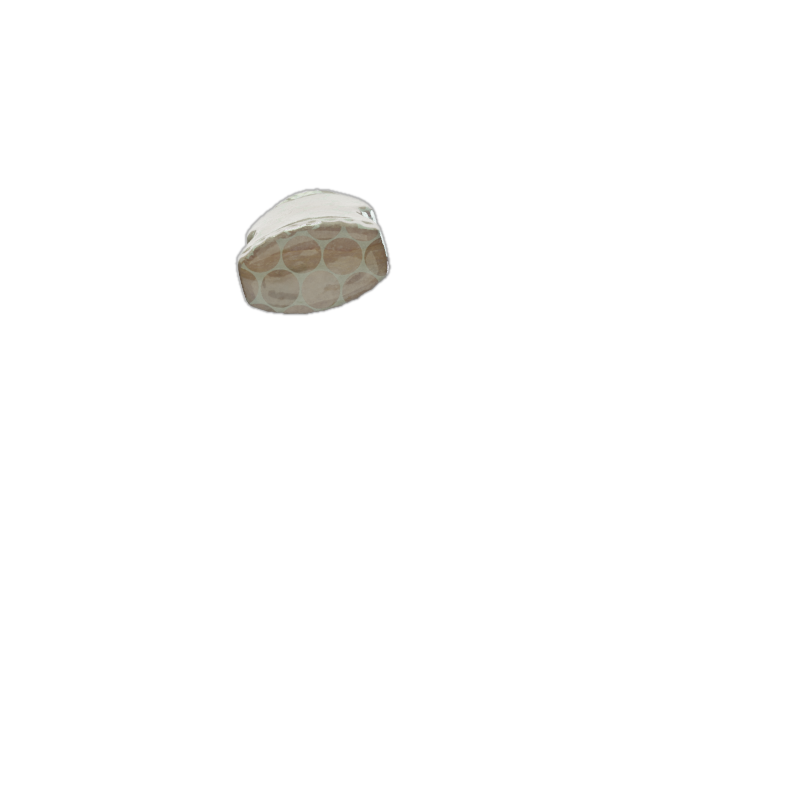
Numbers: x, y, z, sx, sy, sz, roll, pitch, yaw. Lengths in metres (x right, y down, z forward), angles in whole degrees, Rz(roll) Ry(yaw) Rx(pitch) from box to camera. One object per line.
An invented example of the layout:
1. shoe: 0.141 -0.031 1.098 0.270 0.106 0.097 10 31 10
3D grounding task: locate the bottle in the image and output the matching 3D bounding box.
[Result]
1. bottle: -0.062 -0.113 0.788 0.096 0.056 0.199 -15 18 1
